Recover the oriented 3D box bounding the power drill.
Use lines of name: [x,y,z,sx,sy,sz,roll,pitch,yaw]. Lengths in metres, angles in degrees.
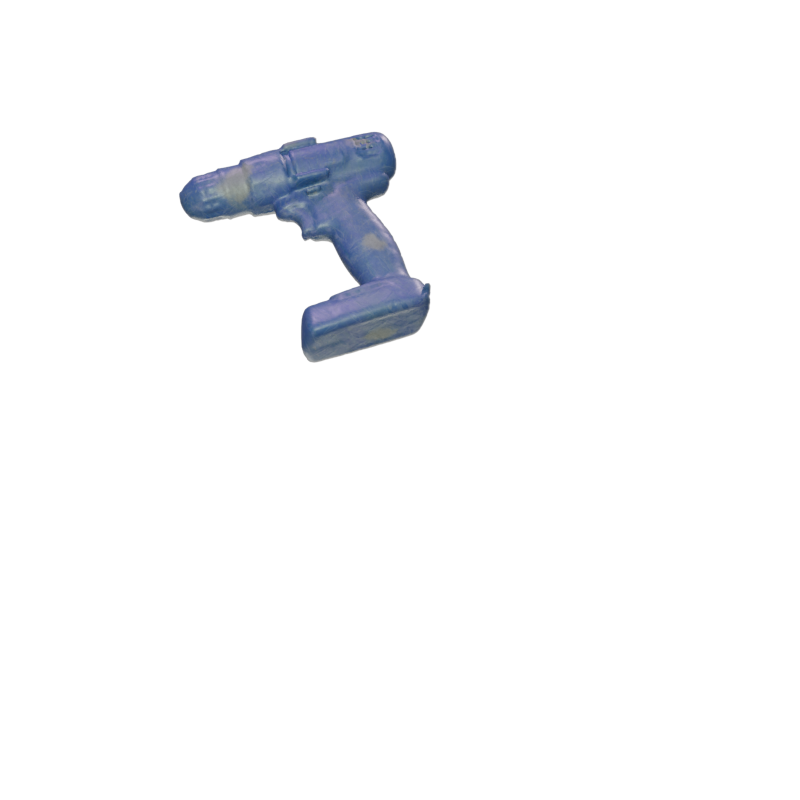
power drill: [-0.070,-0.127,0.889,0.183,0.201,0.054,-16,-29,-10]
